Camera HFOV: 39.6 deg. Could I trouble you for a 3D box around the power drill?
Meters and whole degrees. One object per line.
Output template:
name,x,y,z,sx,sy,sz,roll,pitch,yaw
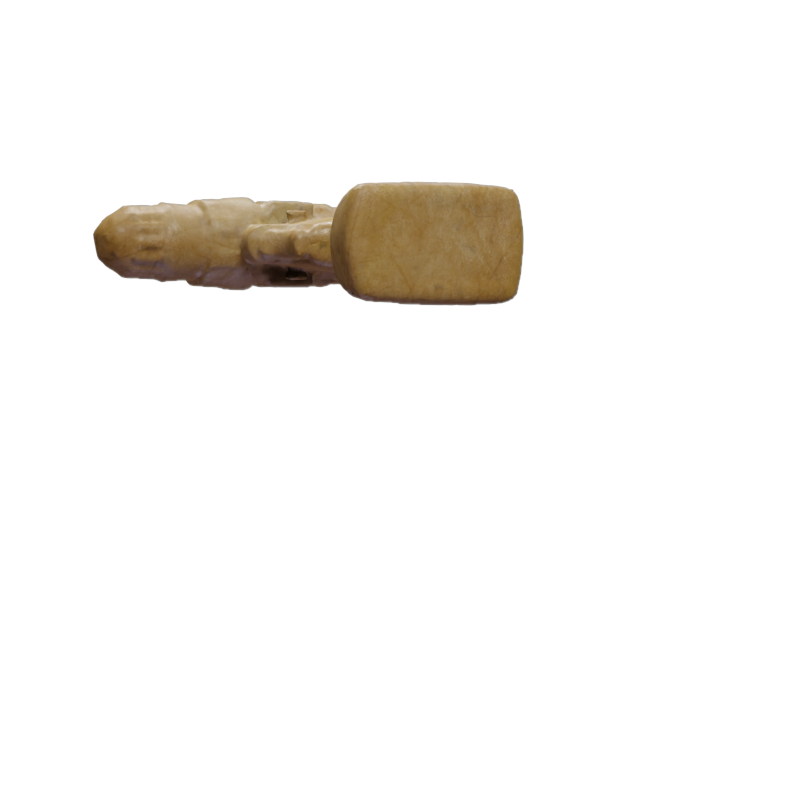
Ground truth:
power drill,-0.045,-0.082,0.572,0.179,0.057,0.196,-6,10,-33
